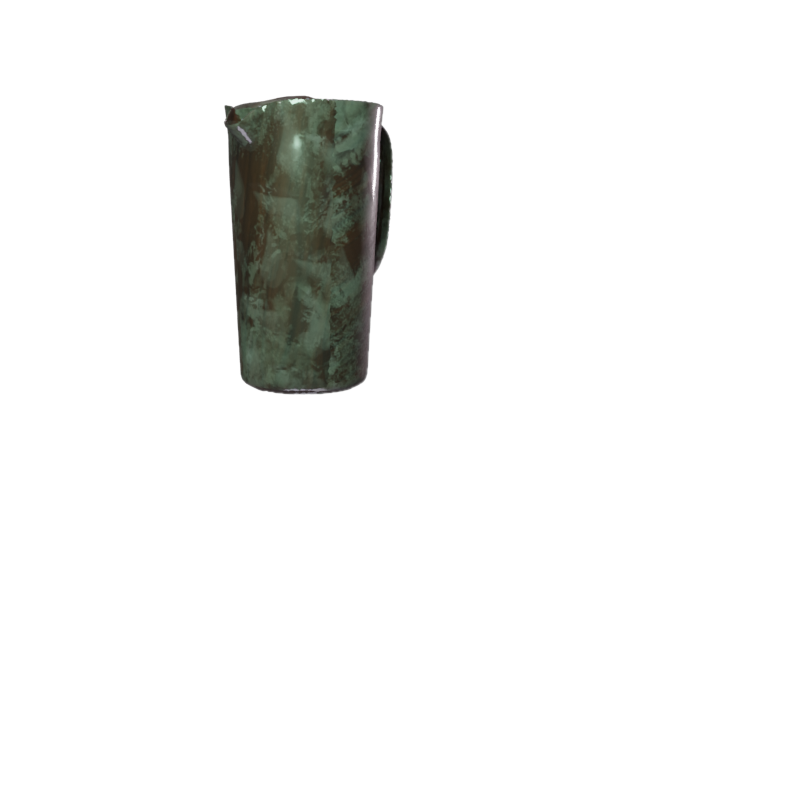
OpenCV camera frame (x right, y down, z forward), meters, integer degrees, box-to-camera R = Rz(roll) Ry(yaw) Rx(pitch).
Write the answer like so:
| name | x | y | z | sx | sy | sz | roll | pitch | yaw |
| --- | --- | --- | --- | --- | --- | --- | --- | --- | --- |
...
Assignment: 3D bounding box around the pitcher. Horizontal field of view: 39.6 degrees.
| name | x | y | z | sx | sy | sz | roll | pitch | yaw |
| --- | --- | --- | --- | --- | --- | --- | --- | --- | --- |
| pitcher | -0.074 | -0.134 | 0.942 | 0.148 | 0.241 | 0.147 | 0 | 5 | -5 |
